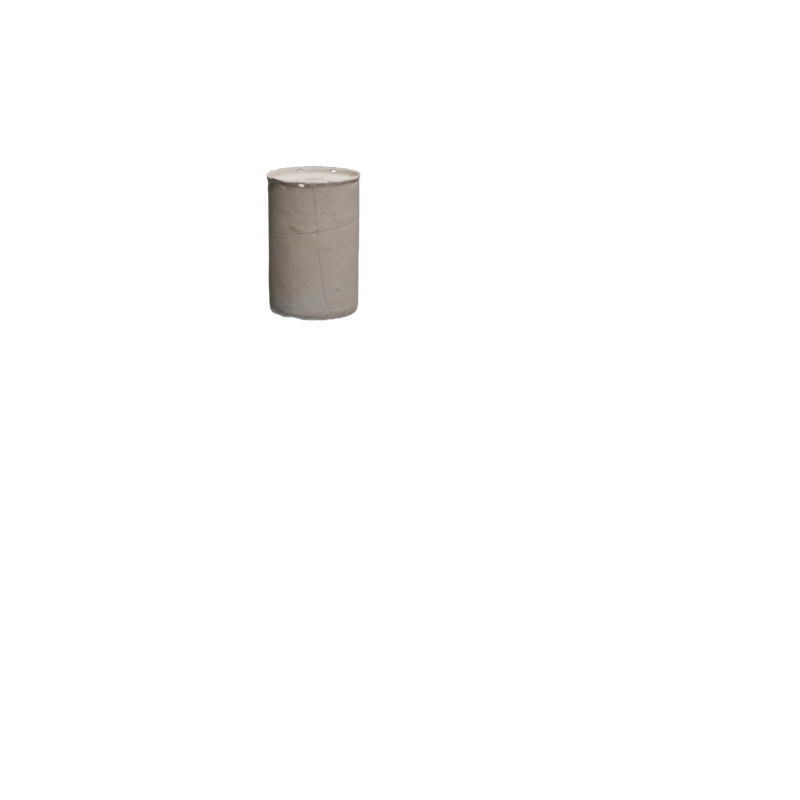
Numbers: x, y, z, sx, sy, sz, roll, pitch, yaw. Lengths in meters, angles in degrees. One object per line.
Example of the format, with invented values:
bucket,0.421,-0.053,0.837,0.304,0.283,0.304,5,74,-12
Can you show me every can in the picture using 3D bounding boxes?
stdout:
can,-0.064,-0.116,0.812,0.068,0.099,0.071,0,15,-2
